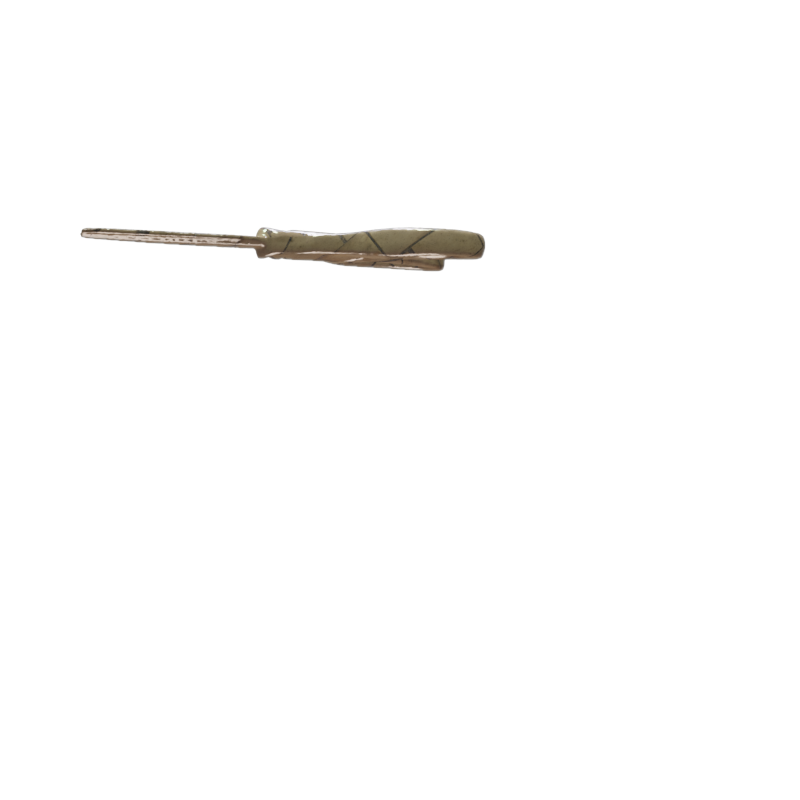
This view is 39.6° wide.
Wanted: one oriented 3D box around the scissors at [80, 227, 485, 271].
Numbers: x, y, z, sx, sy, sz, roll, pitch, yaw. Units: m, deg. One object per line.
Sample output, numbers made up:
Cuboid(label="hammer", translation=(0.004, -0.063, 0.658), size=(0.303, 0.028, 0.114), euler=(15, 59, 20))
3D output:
Cuboid(label="scissors", translation=(-0.042, -0.077, 0.537), size=(0.193, 0.016, 0.099), euler=(-1, 1, -42))
